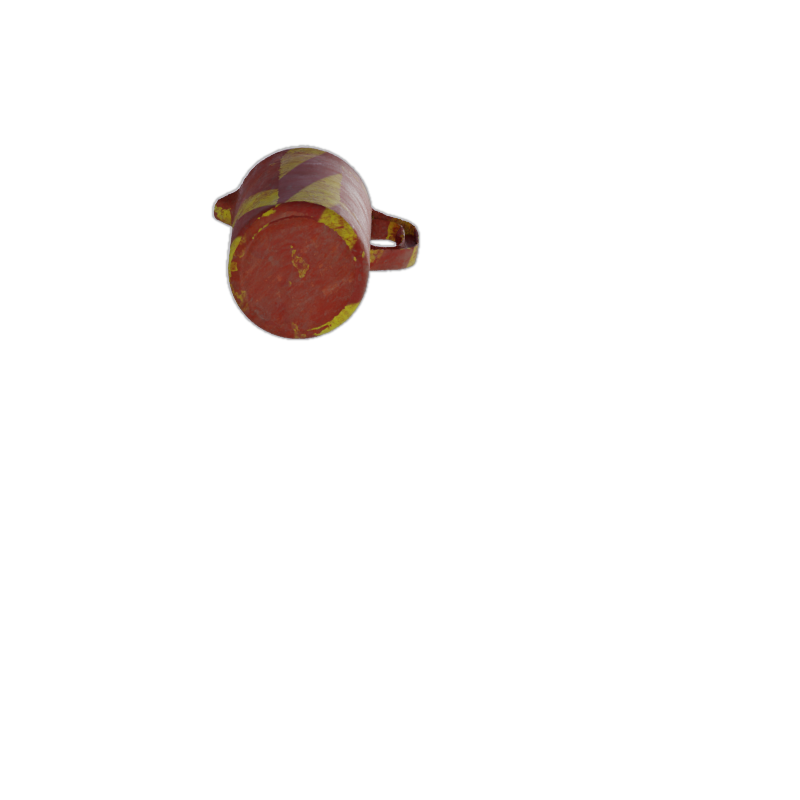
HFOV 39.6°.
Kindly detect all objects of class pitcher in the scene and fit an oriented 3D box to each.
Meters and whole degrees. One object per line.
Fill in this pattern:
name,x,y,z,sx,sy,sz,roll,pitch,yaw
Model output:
pitcher,-0.074,-0.135,0.945,0.149,0.140,0.253,-35,17,8
